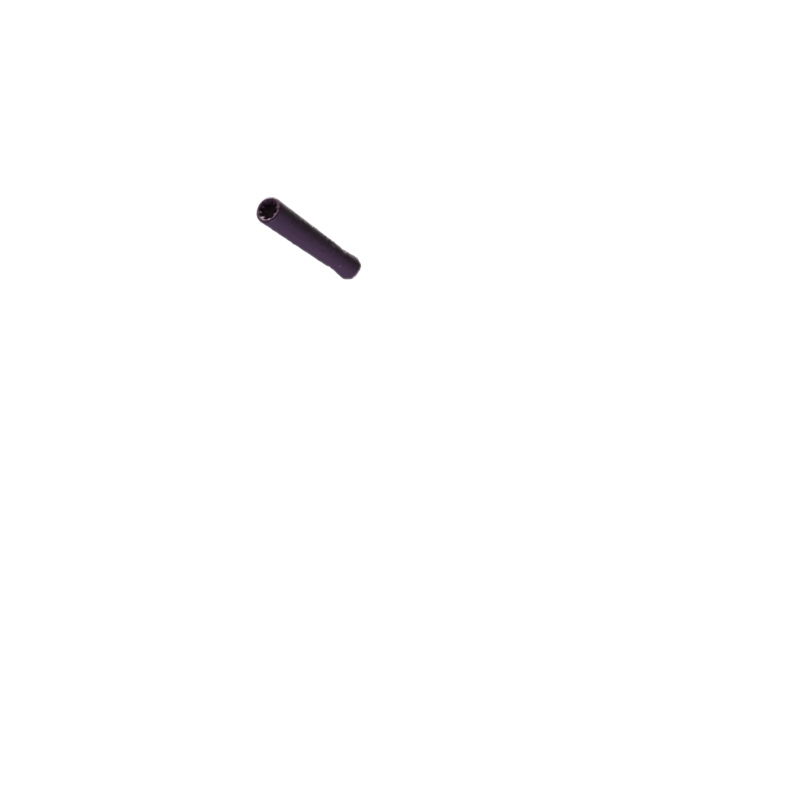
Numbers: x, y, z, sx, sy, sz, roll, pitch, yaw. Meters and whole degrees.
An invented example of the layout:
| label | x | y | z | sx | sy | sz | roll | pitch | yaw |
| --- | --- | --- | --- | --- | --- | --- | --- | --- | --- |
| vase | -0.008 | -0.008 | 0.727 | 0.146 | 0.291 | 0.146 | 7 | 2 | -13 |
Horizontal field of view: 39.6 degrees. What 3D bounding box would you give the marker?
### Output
| label | x | y | z | sx | sy | sz | roll | pitch | yaw |
| --- | --- | --- | --- | --- | --- | --- | --- | --- | --- |
| marker | -0.061 | -0.110 | 0.773 | 0.020 | 0.020 | 0.113 | 3 | -14 | 29 |
